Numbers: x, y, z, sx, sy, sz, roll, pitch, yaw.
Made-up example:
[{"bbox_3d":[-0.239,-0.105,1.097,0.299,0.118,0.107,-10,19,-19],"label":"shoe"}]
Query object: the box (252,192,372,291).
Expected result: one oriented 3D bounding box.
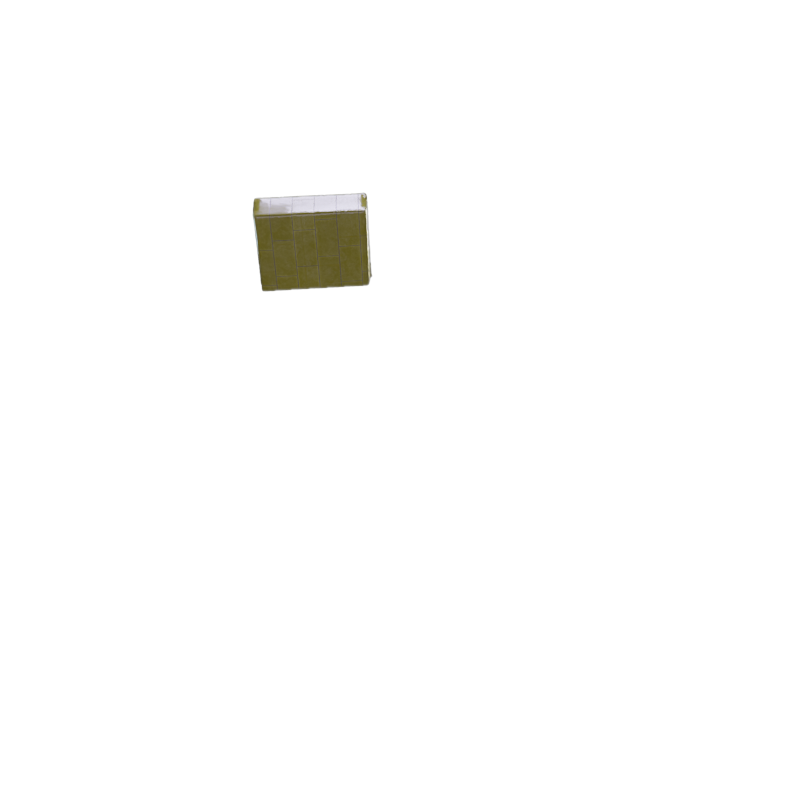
[{"bbox_3d":[-0.068,-0.125,0.873,0.089,0.068,0.032,-3,38,2],"label":"box"}]
